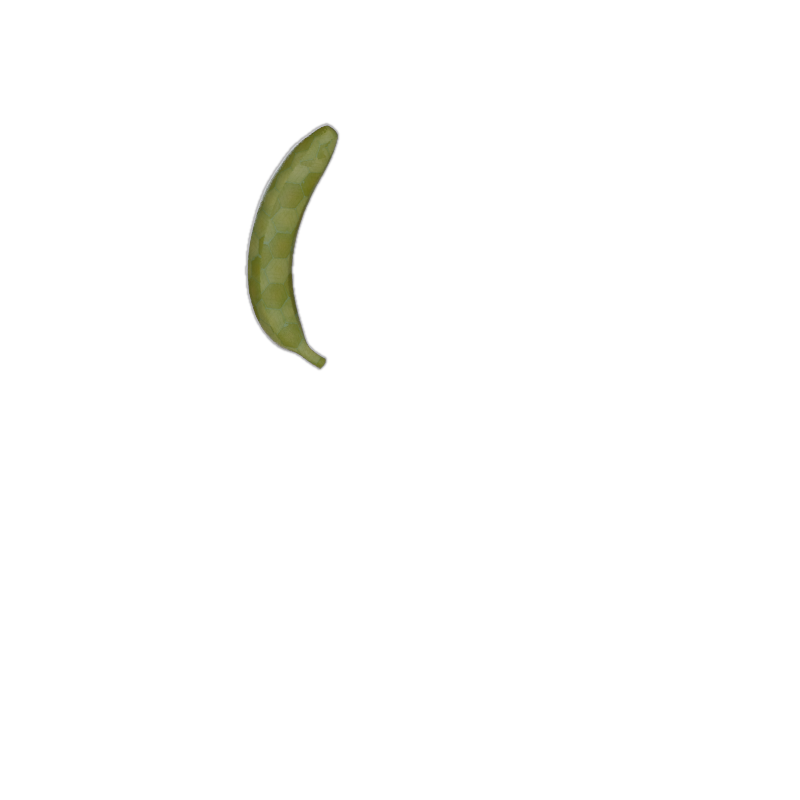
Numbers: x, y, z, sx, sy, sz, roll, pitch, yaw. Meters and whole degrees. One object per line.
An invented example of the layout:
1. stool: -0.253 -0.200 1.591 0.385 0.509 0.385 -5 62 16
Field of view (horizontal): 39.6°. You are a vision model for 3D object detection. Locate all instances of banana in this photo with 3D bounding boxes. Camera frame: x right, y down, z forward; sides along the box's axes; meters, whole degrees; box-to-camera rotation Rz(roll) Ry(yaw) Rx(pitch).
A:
1. banana: -0.089 -0.126 0.903 0.069 0.194 0.037 3 7 -1
